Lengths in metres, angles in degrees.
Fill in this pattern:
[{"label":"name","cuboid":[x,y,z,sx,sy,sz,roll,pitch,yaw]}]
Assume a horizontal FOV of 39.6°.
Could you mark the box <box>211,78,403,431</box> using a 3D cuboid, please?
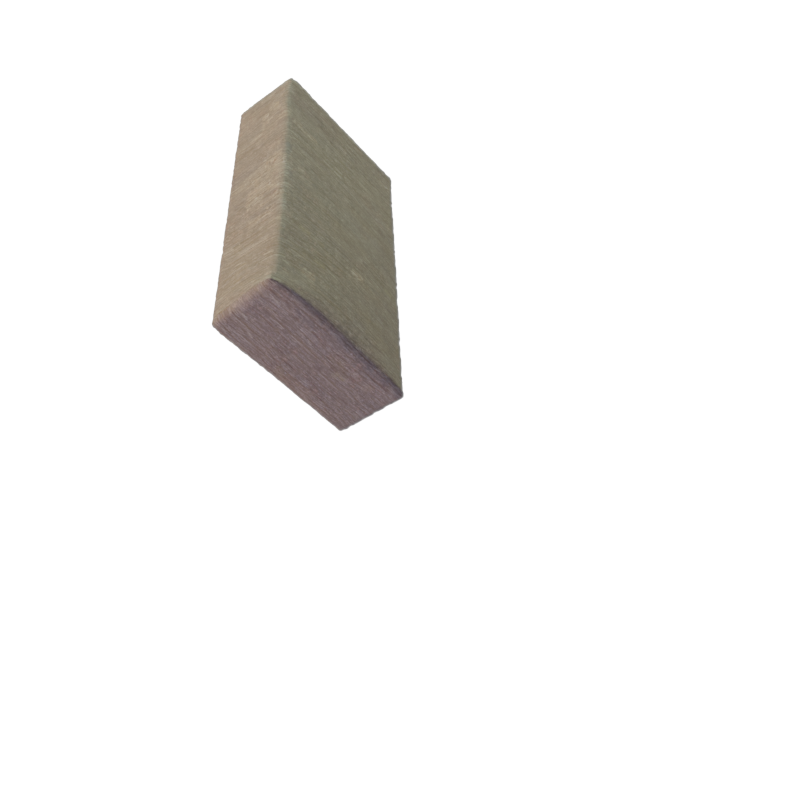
[{"label":"box","cuboid":[-0.045,-0.081,0.567,0.048,0.189,0.087,-34,-55,23]}]
